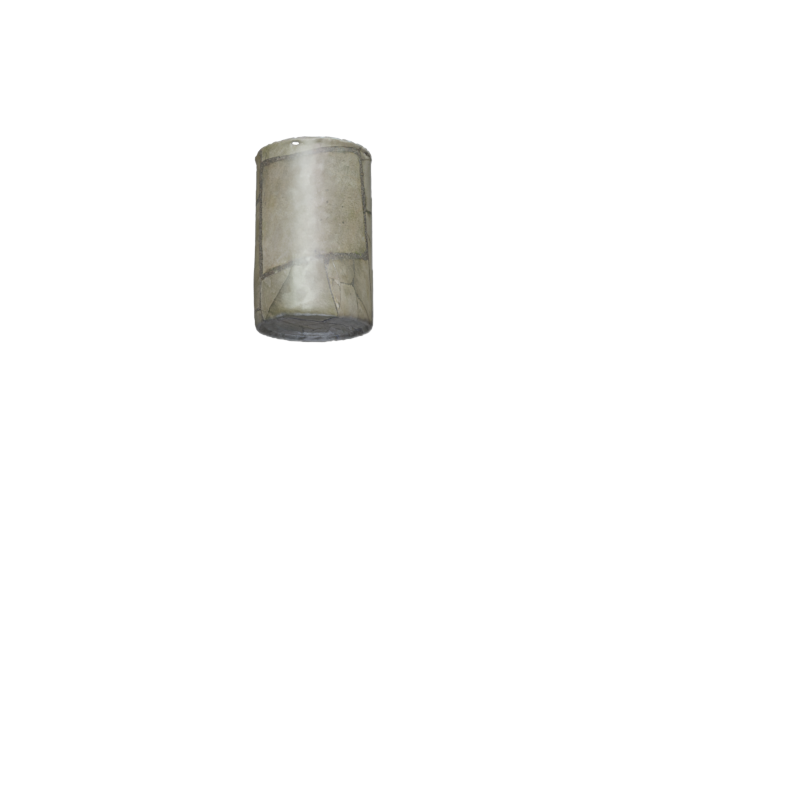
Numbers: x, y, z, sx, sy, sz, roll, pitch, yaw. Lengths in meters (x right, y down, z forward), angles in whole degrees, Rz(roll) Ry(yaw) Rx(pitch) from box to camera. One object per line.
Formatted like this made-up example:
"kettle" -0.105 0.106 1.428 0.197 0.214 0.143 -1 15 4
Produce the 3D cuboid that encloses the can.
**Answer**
"can" -0.049 -0.090 0.628 0.068 0.106 0.066 0 -15 -2
